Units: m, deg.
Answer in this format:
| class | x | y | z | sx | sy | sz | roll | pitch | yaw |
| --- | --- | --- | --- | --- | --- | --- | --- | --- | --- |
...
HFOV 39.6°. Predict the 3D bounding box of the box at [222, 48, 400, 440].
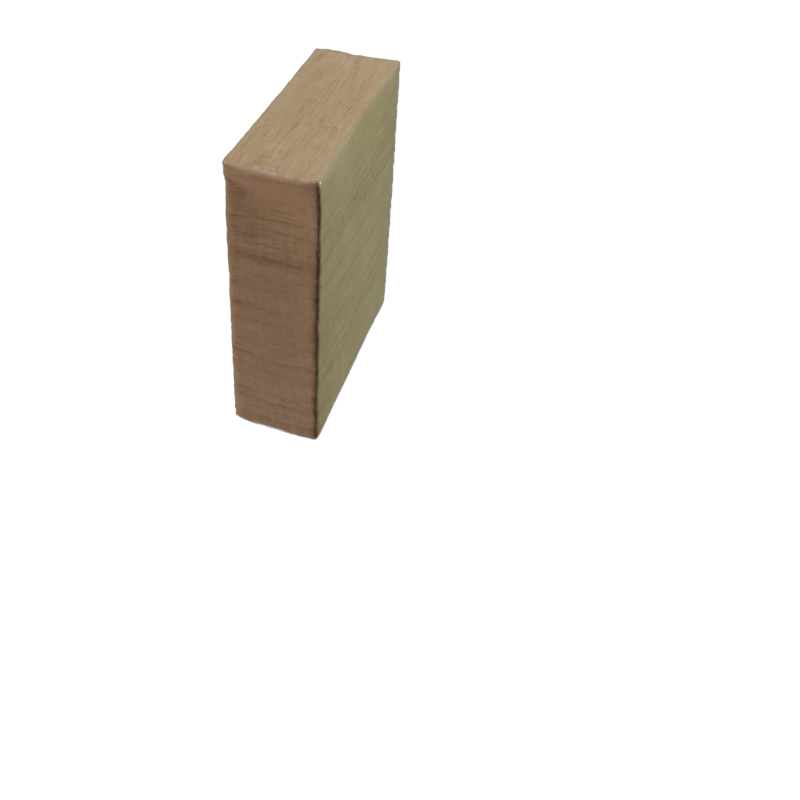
| class | x | y | z | sx | sy | sz | roll | pitch | yaw |
| --- | --- | --- | --- | --- | --- | --- | --- | --- | --- |
| box | -0.060 | -0.109 | 0.762 | 0.074 | 0.199 | 0.172 | 12 | 41 | 11 |
